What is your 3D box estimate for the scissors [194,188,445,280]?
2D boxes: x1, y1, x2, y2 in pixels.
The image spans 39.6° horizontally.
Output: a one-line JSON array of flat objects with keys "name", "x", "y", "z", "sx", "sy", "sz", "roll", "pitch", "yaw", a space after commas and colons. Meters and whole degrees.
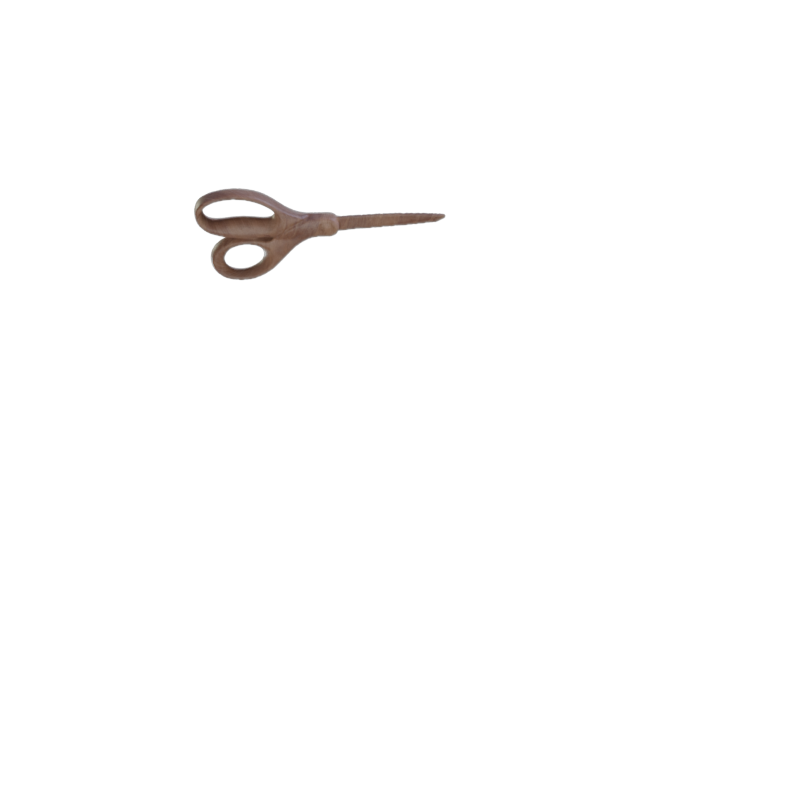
[{"name": "scissors", "x": -0.072, "y": -0.131, "z": 0.918, "sx": 0.199, "sy": 0.091, "sz": 0.017, "roll": 8, "pitch": 41, "yaw": -7}]
